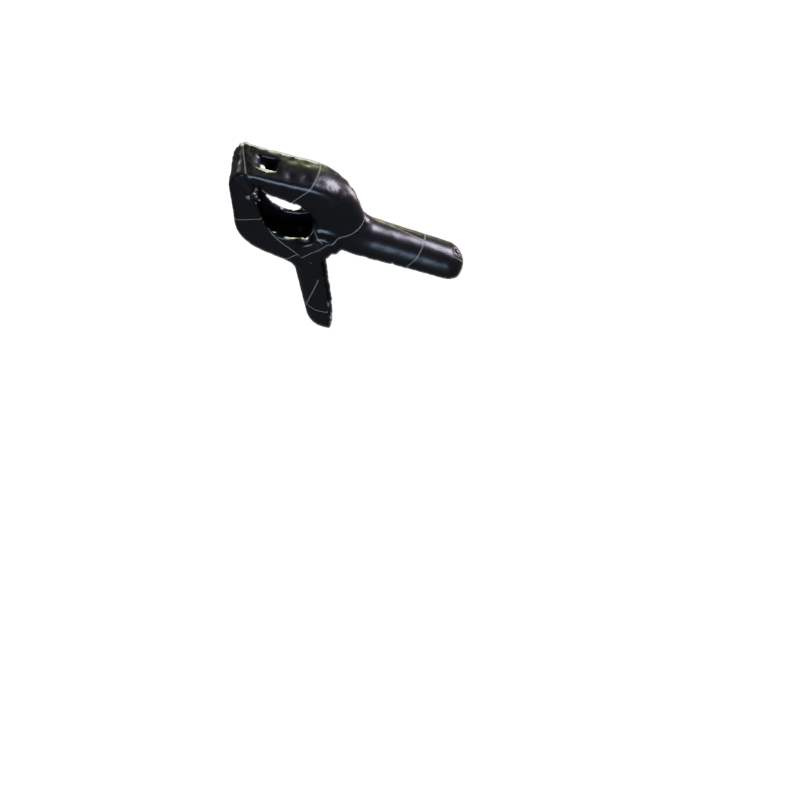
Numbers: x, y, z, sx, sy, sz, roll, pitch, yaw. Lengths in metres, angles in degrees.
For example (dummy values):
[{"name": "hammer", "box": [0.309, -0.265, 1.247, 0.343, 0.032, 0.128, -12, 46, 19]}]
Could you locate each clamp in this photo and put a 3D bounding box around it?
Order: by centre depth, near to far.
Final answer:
[{"name": "clamp", "box": [-0.056, -0.102, 0.715, 0.161, 0.042, 0.119, 32, -50, -33]}]
